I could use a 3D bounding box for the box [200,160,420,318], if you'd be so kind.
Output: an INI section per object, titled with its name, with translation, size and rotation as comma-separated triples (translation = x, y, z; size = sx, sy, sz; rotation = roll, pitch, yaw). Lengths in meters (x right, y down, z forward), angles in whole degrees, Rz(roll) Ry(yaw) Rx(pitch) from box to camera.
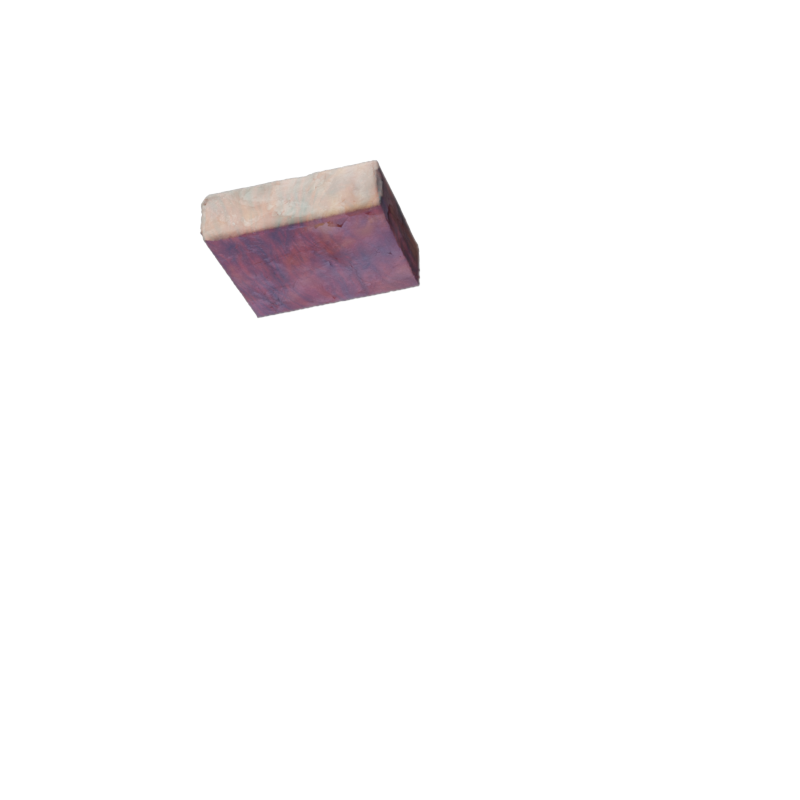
[box]
translation = -0.042, -0.077, 0.536
size = 0.090, 0.032, 0.068
rotation = -9, -31, 15
